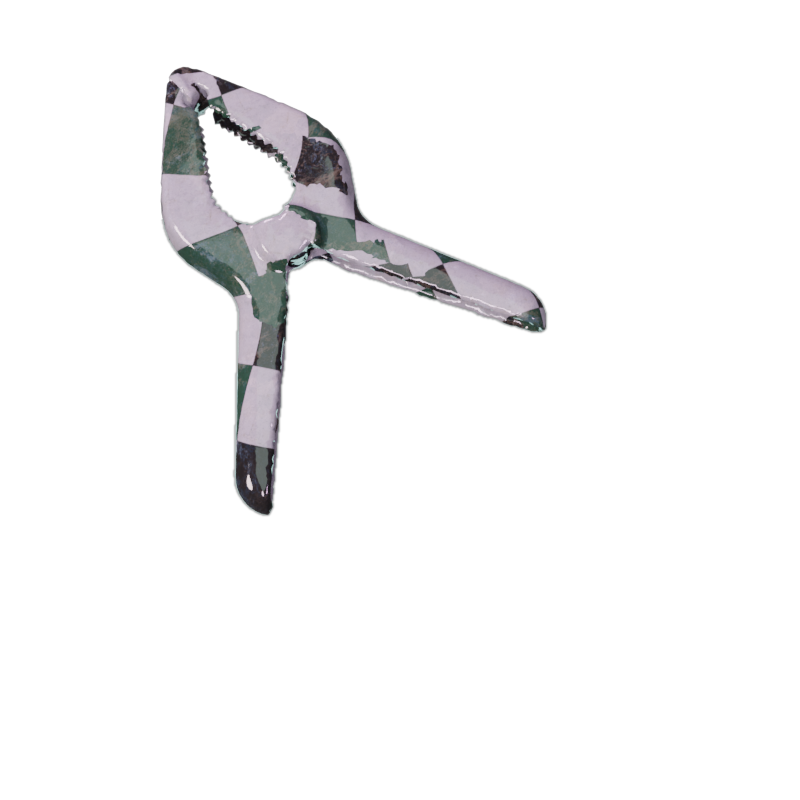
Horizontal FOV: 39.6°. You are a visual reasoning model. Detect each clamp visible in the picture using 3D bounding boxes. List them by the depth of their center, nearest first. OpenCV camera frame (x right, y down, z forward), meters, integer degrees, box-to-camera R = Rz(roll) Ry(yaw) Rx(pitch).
[{"bbox_3d":[-0.041,-0.076,0.530,0.164,0.218,0.035,-26,-13,-7],"label":"clamp"}]
